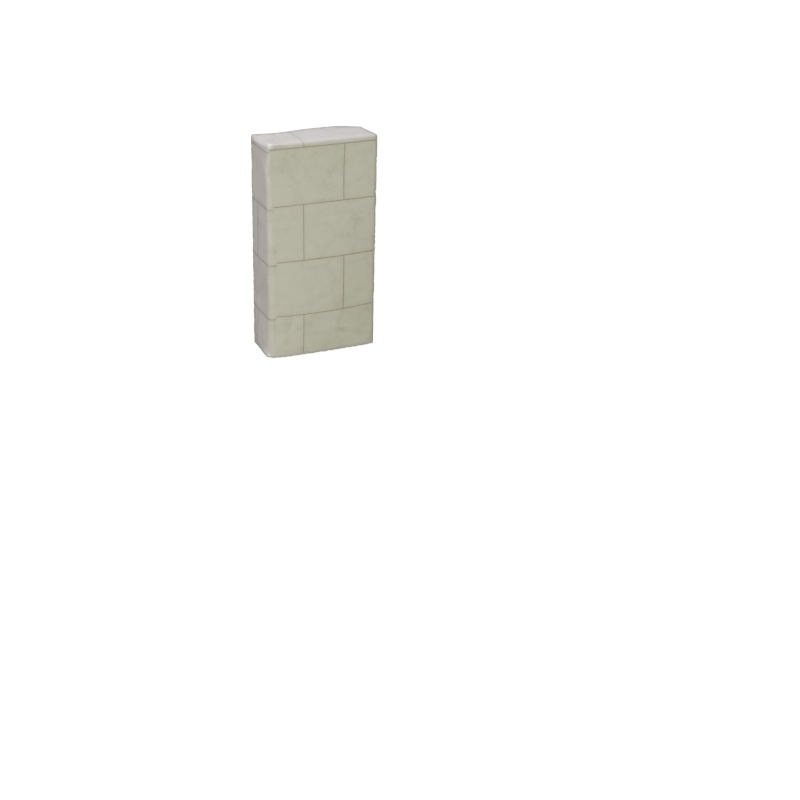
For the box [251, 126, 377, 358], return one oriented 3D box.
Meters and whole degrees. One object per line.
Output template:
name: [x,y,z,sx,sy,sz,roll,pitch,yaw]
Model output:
box: [-0.068,-0.125,0.875,0.091,0.169,0.051,-7,20,-23]
